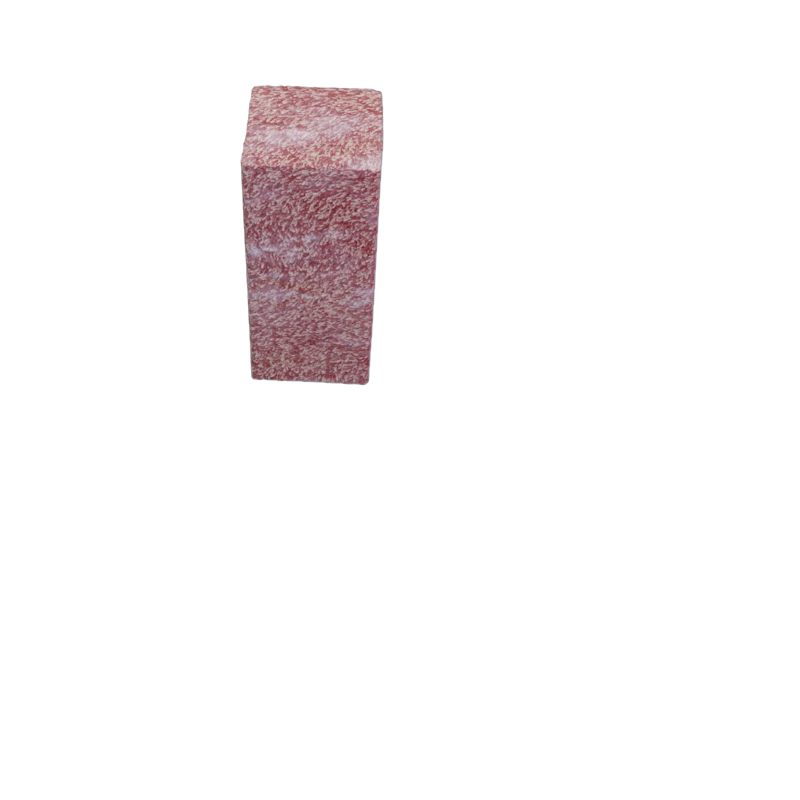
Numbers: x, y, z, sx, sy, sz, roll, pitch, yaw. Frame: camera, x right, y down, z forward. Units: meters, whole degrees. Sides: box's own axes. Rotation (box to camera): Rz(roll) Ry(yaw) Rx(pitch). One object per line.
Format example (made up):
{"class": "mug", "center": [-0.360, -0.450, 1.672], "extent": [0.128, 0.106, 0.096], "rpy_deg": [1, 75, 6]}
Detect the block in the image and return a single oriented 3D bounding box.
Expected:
{"class": "block", "center": [-0.062, -0.113, 0.790], "extent": [0.091, 0.097, 0.192], "rpy_deg": [3, -43, -1]}
